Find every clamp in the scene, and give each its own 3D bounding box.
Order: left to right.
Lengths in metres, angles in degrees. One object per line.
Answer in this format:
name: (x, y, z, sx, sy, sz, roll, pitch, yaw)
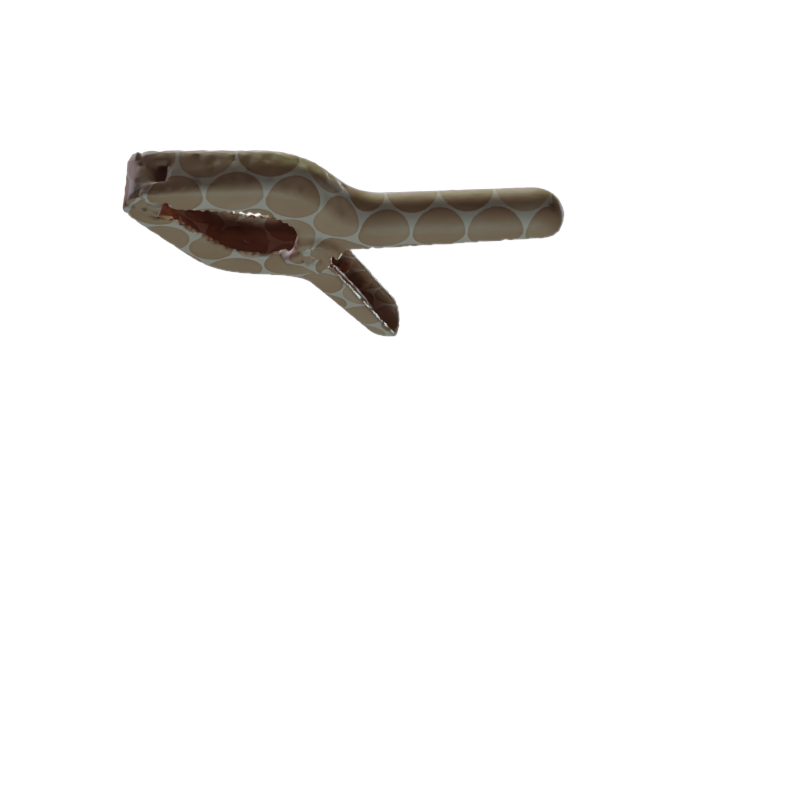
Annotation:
clamp: (-0.045, -0.083, 0.581, 0.203, 0.038, 0.161, 9, -24, -21)
